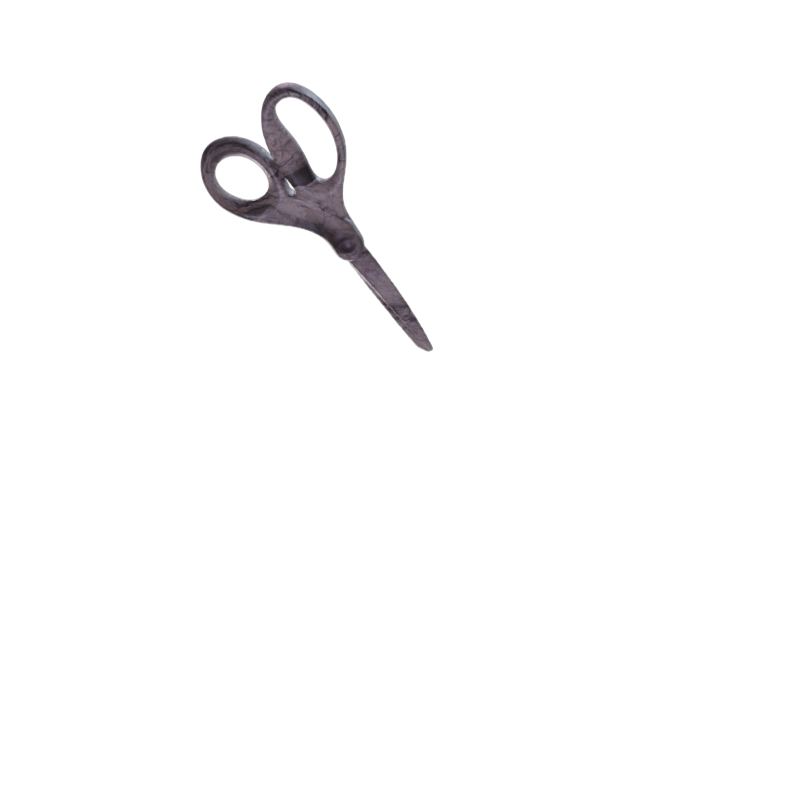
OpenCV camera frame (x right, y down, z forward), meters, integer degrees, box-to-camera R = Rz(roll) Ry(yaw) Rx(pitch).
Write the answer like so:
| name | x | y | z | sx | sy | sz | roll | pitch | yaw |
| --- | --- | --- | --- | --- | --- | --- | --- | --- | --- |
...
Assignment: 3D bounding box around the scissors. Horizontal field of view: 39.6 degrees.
| name | x | y | z | sx | sy | sz | roll | pitch | yaw |
| --- | --- | --- | --- | --- | --- | --- | --- | --- | --- |
| scissors | -0.053 | -0.097 | 0.676 | 0.097 | 0.189 | 0.017 | -15 | 30 | 9 |
